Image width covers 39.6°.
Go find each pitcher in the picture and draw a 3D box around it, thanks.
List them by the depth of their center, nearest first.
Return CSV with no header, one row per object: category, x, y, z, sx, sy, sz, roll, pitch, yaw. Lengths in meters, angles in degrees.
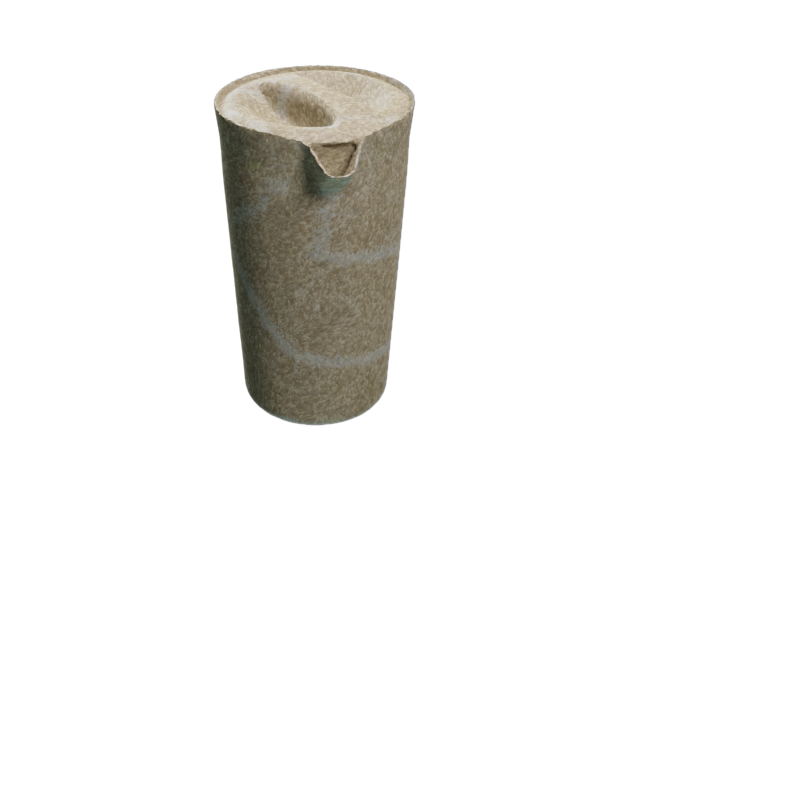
pitcher,-0.062,-0.114,0.797,0.152,0.228,0.151,19,35,25
